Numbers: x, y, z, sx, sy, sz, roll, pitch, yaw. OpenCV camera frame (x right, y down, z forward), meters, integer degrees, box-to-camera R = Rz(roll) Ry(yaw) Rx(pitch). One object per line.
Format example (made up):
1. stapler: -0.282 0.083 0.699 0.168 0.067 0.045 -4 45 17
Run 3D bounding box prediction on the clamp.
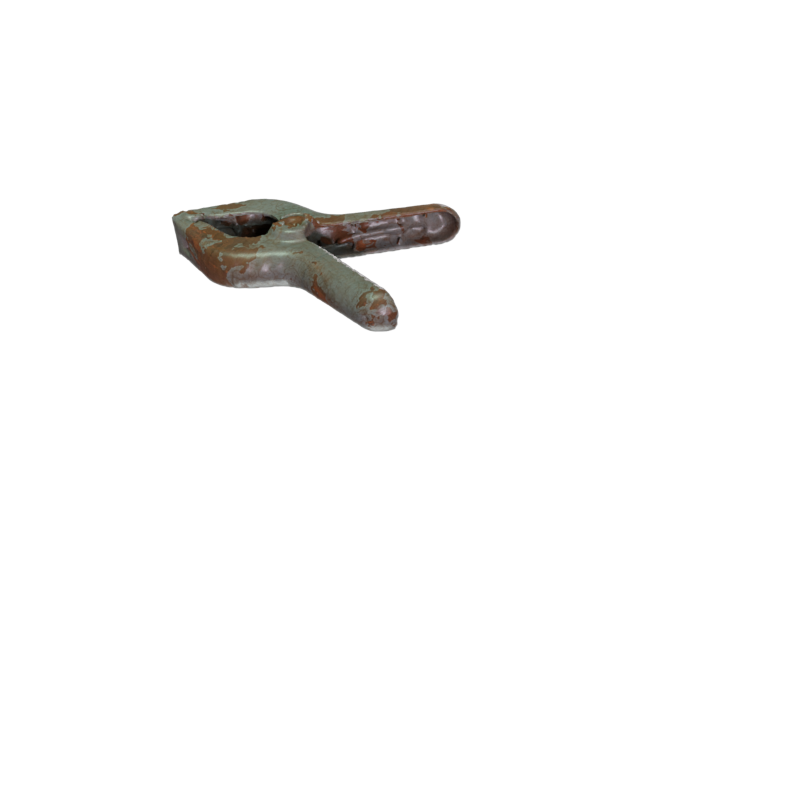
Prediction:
1. clamp: -0.052 -0.094 0.659 0.180 0.037 0.121 18 35 27
